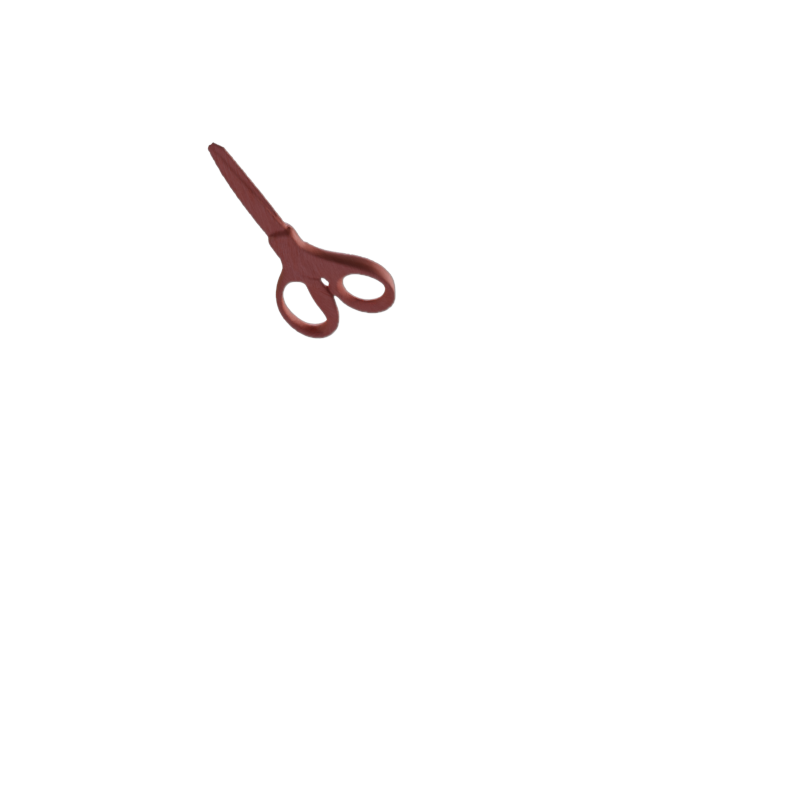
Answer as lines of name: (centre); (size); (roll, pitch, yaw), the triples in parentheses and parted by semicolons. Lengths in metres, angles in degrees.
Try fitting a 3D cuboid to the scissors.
scissors: (-0.059, -0.108, 0.756); (0.097, 0.017, 0.186); (-5, -37, 7)
